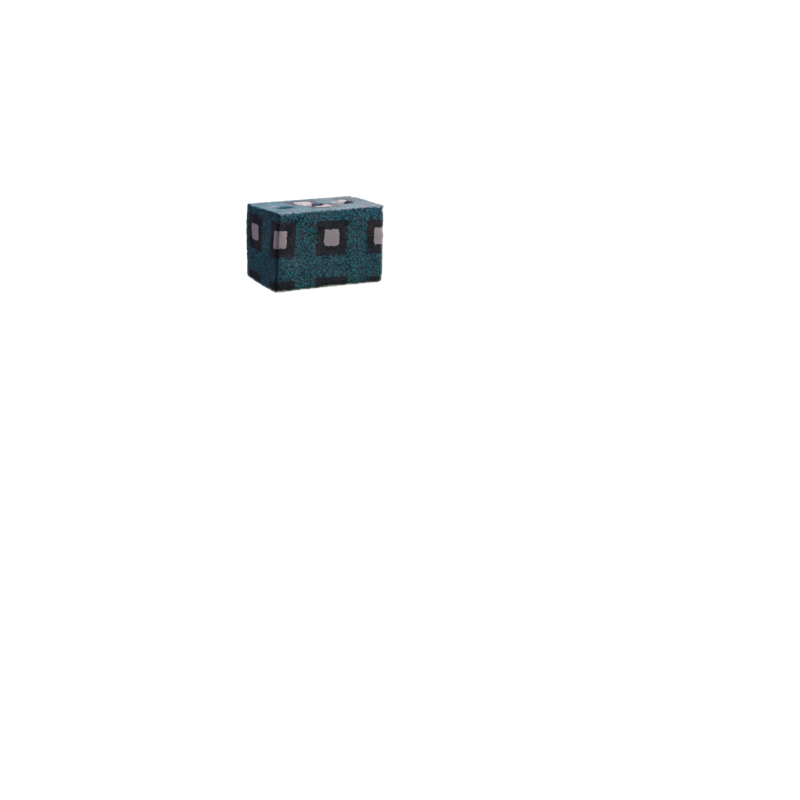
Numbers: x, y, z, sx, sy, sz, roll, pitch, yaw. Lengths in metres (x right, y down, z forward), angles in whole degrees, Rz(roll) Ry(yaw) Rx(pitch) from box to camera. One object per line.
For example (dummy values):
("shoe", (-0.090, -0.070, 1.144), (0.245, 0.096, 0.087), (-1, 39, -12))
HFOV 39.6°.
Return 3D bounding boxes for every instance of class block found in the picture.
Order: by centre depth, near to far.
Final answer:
("block", (-0.057, -0.104, 0.729), (0.076, 0.050, 0.056), (-8, 18, -27))
